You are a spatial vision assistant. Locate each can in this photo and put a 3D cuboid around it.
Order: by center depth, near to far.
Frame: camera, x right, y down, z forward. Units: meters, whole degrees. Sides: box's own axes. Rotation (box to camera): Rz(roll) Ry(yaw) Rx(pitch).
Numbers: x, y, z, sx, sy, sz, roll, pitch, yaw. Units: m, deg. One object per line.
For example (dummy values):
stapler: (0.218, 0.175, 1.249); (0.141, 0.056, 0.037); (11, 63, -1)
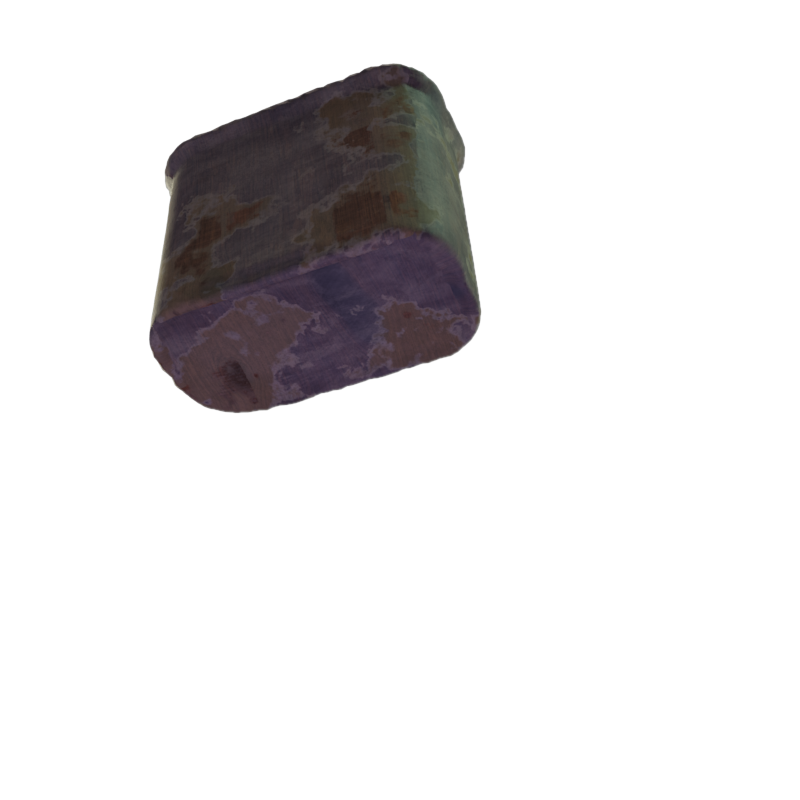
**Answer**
can: (-0.027, -0.050, 0.353); (0.103, 0.090, 0.053); (-18, -48, 15)
